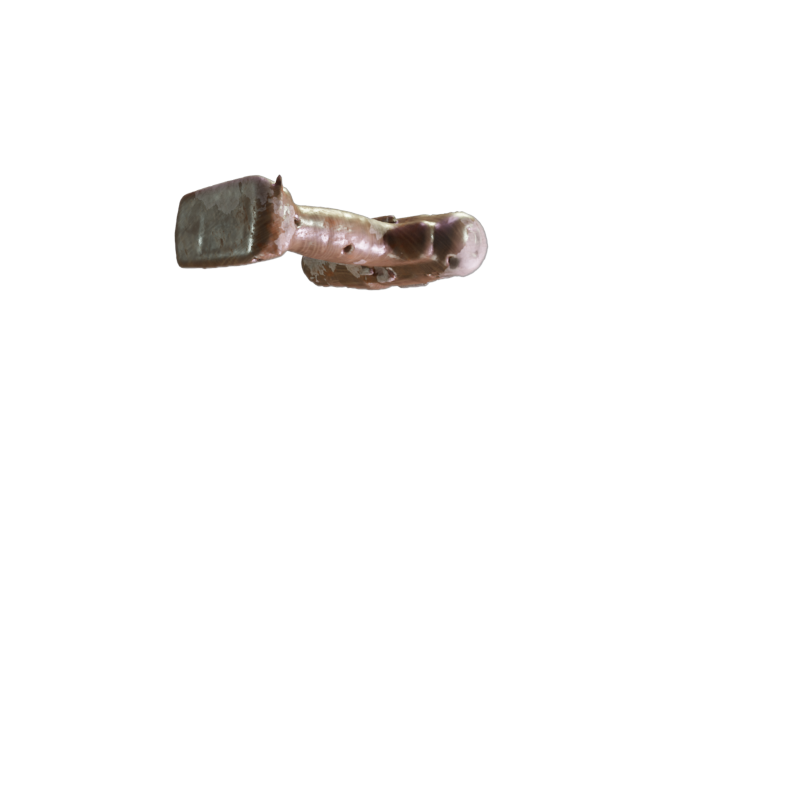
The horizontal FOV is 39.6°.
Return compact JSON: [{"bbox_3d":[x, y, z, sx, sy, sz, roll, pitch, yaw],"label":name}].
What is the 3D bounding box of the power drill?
[{"bbox_3d":[-0.061,-0.112,0.785,0.180,0.058,0.190,2,-2,-40],"label":"power drill"}]
